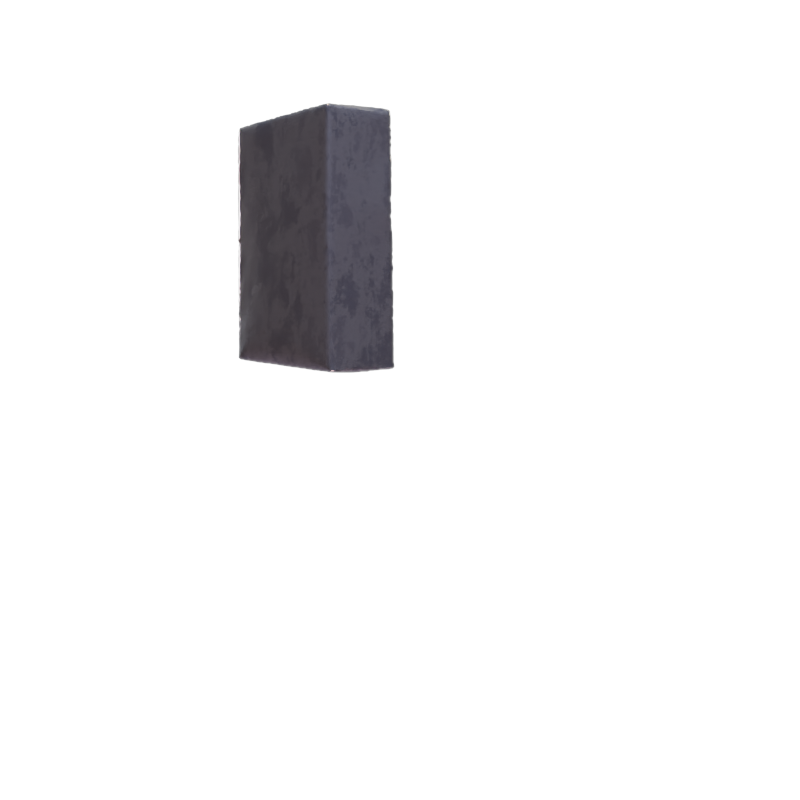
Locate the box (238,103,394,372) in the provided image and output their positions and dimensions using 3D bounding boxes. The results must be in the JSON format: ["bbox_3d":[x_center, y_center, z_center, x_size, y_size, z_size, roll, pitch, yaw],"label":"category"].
[{"bbox_3d":[-0.075,-0.136,0.955,0.069,0.215,0.170,1,0,-33],"label":"box"}]
